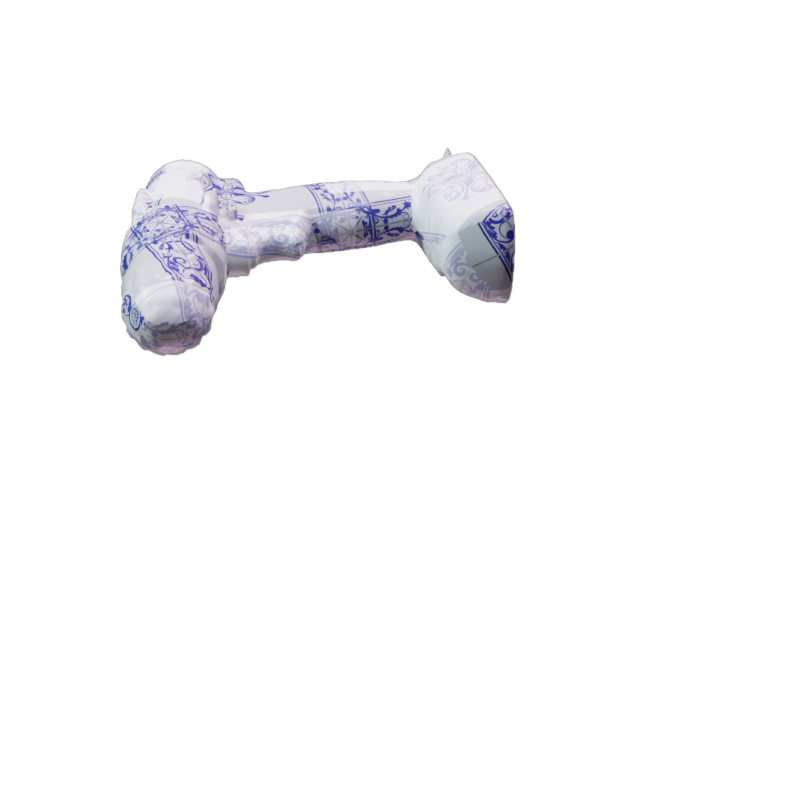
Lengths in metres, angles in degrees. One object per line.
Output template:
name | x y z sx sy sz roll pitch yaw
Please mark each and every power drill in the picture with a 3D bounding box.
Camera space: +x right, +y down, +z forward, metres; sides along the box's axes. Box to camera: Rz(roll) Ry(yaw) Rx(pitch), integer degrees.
power drill | -0.043 -0.078 0.549 0.186 0.054 0.196 -3 29 -5
